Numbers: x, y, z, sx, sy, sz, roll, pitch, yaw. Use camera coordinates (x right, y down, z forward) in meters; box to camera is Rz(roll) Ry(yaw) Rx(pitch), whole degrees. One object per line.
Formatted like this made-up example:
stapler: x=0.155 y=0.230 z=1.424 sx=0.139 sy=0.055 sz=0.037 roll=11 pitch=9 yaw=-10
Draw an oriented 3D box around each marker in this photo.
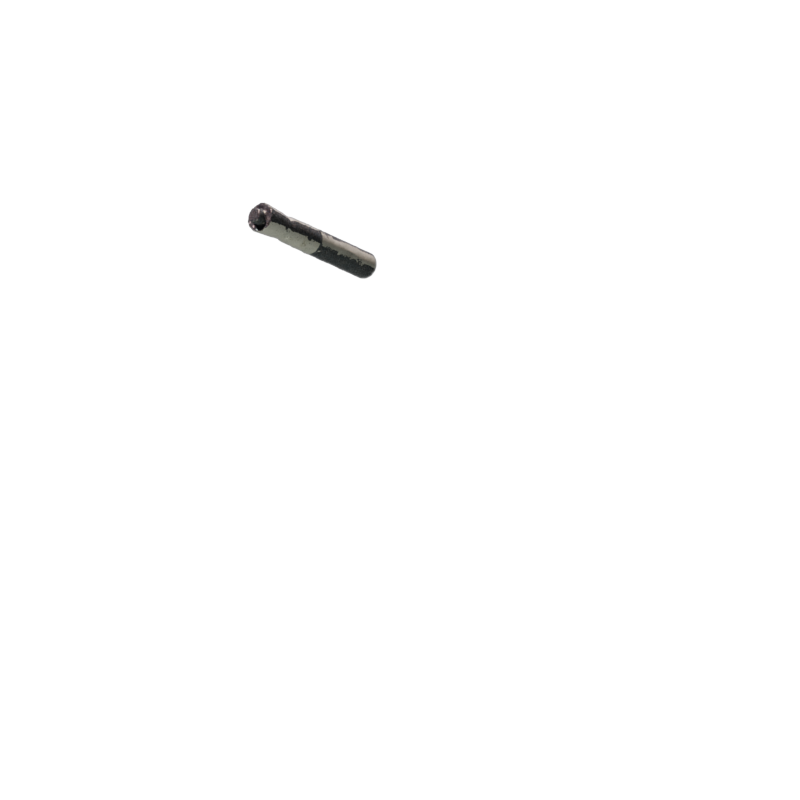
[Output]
marker: x=-0.056 y=-0.102 z=0.716 sx=0.021 sy=0.020 sz=0.114 roll=3 pitch=-8 yaw=36
